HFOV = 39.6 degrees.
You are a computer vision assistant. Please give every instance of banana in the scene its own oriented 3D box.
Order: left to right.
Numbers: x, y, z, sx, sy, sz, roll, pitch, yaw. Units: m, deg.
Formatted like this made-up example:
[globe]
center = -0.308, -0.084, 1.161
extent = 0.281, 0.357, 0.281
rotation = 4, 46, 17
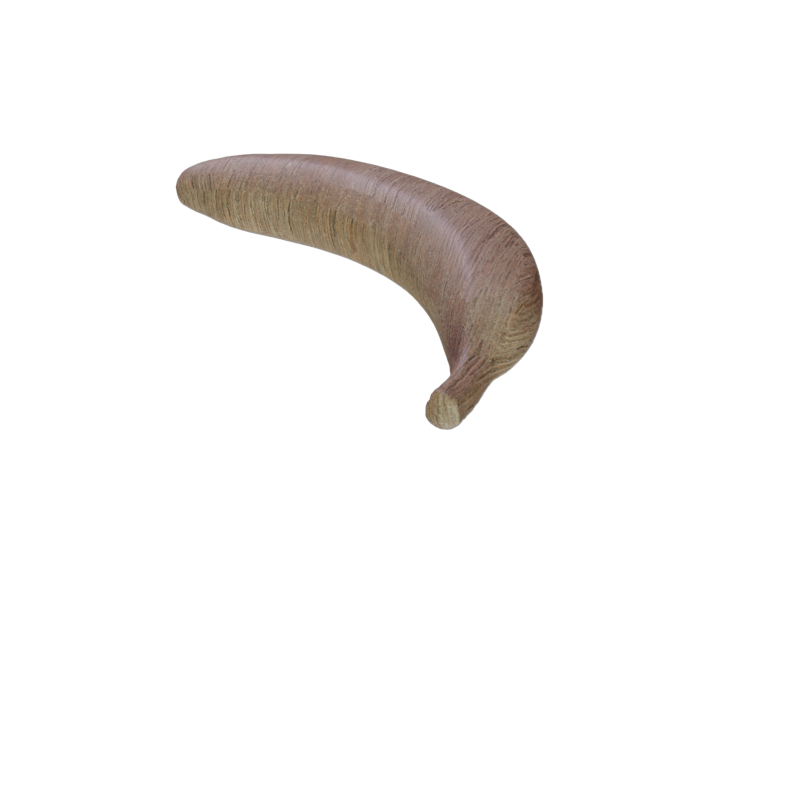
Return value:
[banana]
center = -0.012, -0.056, 0.379
extent = 0.068, 0.035, 0.212
rotation = -14, 31, -26
